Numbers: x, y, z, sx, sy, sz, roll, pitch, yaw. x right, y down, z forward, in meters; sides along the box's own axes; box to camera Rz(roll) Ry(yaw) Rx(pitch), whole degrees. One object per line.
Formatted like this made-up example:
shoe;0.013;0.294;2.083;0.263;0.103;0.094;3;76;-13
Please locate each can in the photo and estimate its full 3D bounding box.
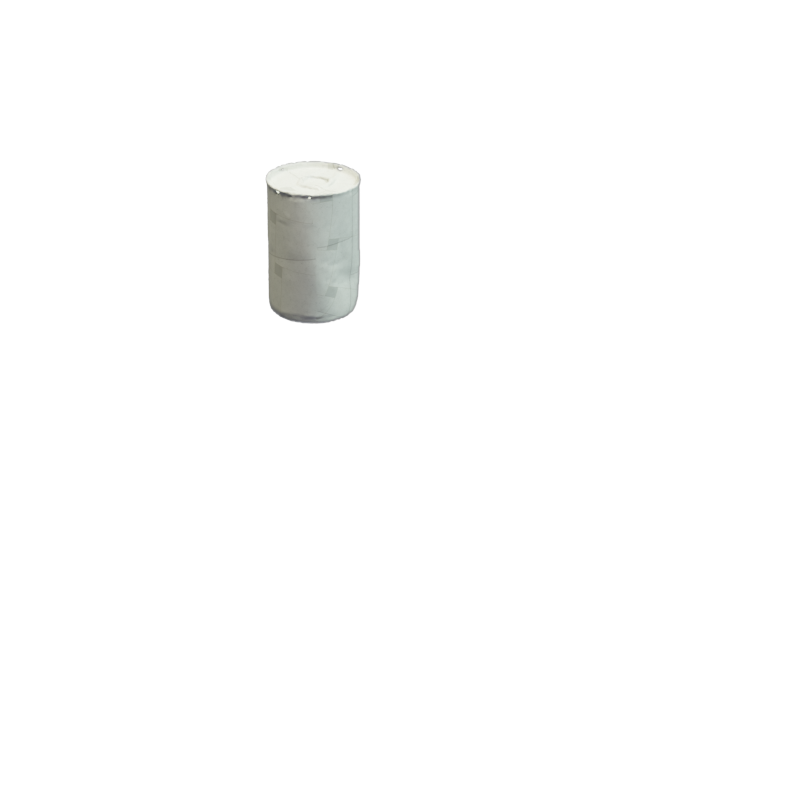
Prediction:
can;-0.063;-0.116;0.811;0.068;0.097;0.073;0;27;-2
